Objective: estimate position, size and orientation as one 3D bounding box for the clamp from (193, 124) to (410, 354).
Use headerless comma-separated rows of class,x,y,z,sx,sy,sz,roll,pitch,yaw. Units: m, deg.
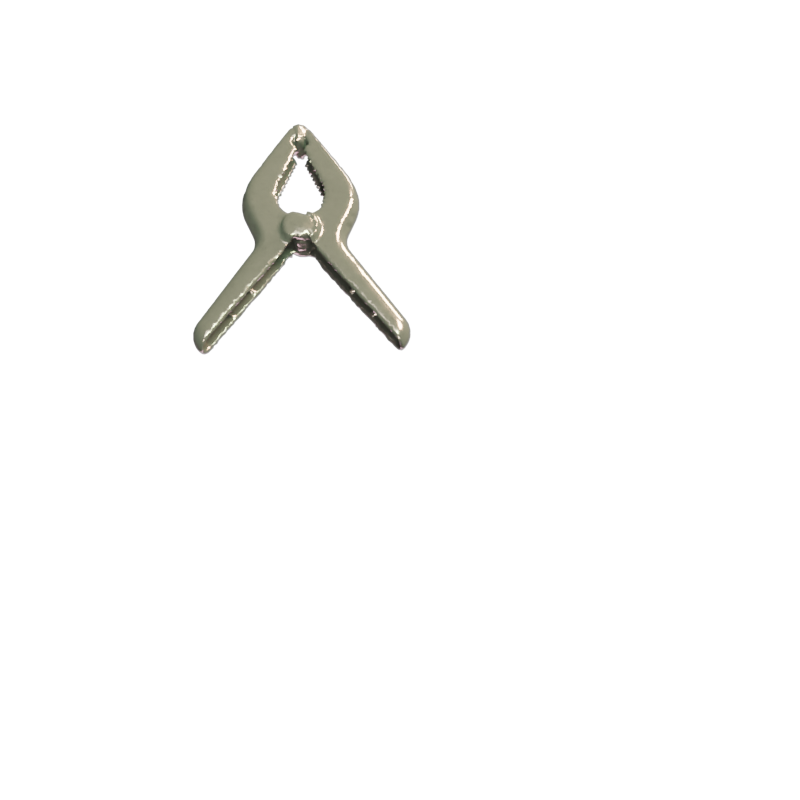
clamp,-0.069,-0.127,0.887,0.165,0.222,0.034,4,-28,2
